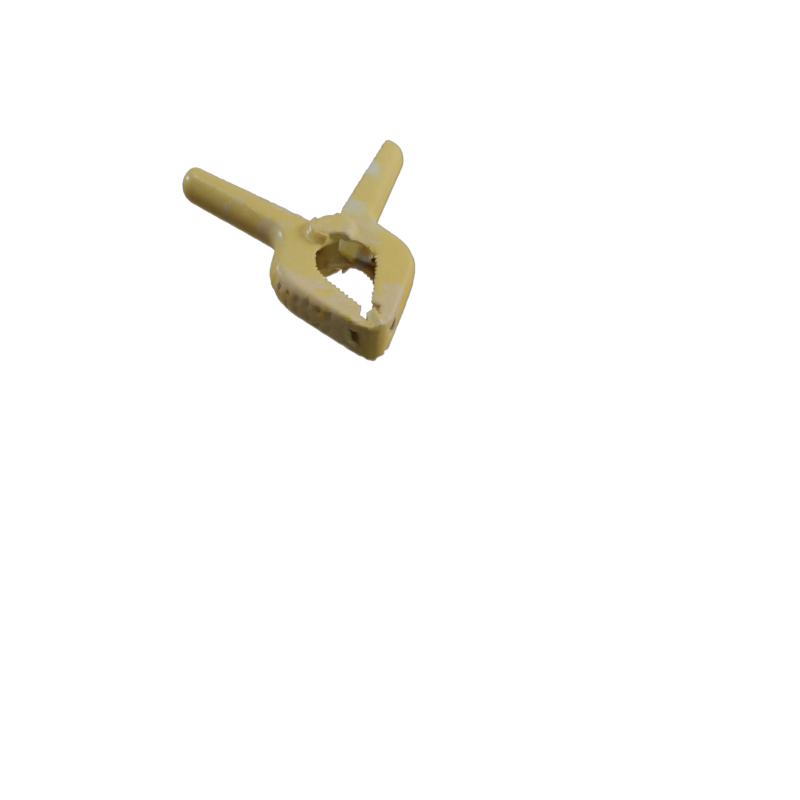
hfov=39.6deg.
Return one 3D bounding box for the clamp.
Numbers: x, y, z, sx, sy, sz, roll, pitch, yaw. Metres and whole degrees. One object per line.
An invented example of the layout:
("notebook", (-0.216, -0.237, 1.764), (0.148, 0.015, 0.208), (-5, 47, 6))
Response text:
("clamp", (-0.058, -0.106, 0.744), (0.163, 0.034, 0.227), (-8, 43, -8))
